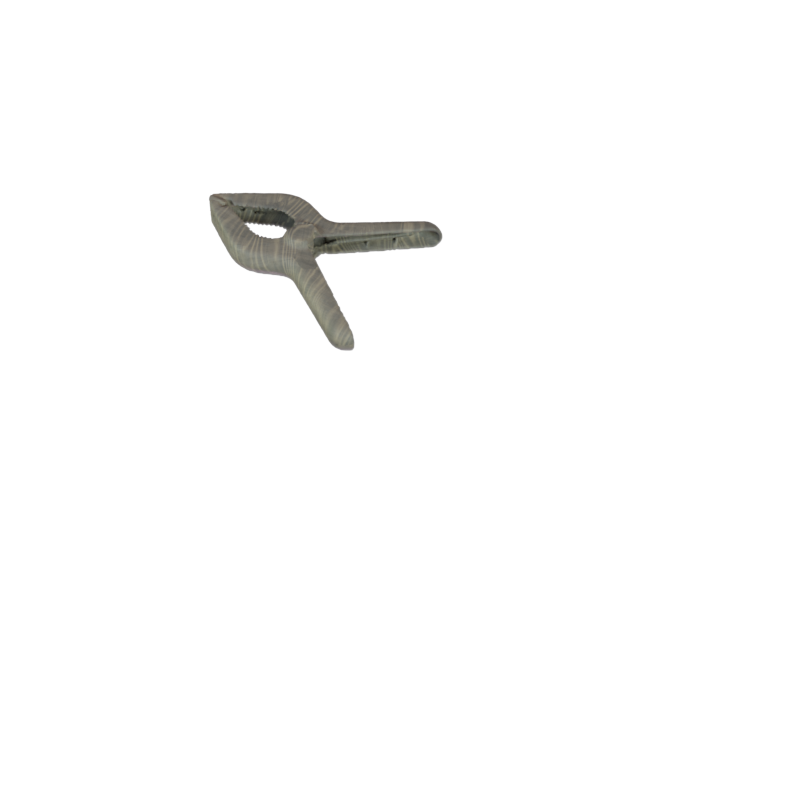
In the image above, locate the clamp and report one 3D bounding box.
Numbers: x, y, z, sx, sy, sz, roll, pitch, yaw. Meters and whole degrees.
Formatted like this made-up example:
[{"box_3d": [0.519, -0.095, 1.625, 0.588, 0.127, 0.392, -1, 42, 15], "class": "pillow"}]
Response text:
[{"box_3d": [-0.078, -0.143, 0.998, 0.222, 0.034, 0.167, 30, 54, 25], "class": "clamp"}]
